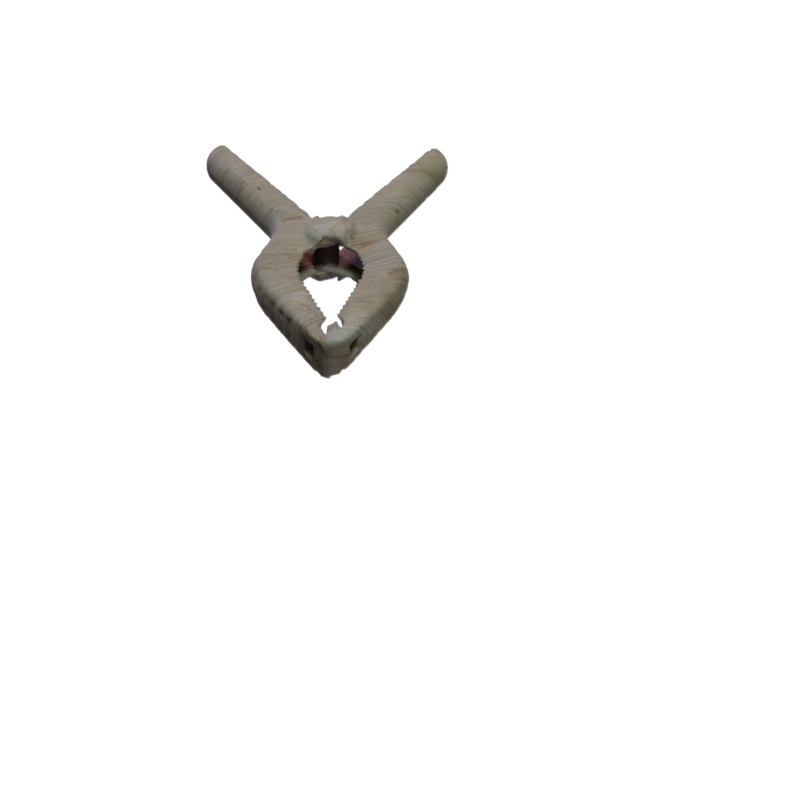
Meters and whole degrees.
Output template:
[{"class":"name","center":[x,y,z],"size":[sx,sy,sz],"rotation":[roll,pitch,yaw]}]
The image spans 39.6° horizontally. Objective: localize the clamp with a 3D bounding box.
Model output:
[{"class":"clamp","center":[-0.055,-0.100,0.697],"size":[0.165,0.034,0.224],"rotation":[3,43,3]}]
